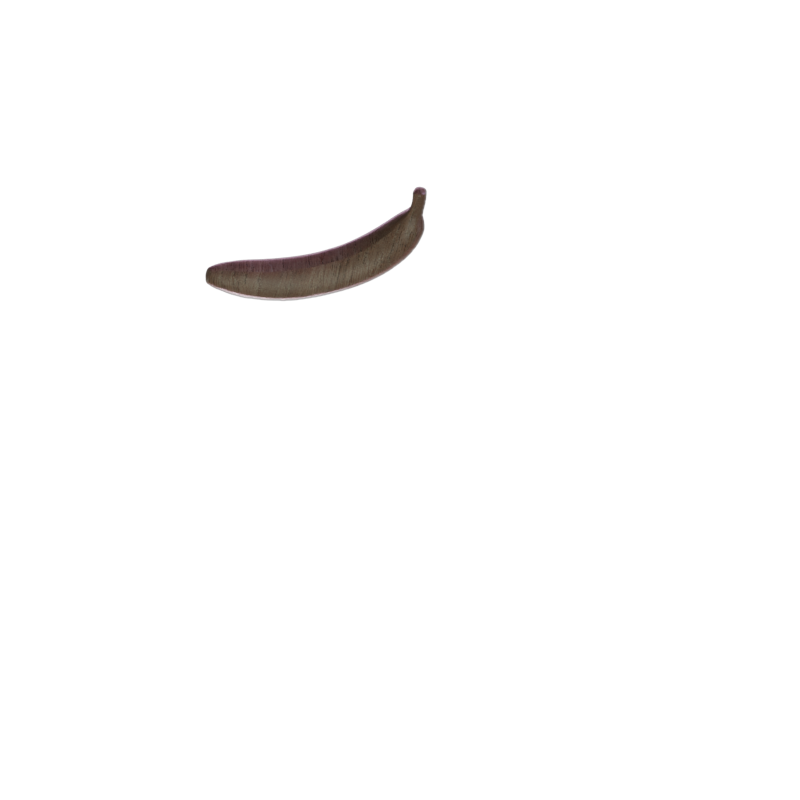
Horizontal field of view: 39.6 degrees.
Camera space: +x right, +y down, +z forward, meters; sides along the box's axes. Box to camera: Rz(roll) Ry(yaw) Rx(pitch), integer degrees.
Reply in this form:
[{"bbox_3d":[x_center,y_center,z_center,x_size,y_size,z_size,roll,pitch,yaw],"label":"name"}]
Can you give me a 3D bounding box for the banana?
[{"bbox_3d":[-0.060,-0.117,0.911,0.198,0.065,0.039,-20,32,13],"label":"banana"}]
